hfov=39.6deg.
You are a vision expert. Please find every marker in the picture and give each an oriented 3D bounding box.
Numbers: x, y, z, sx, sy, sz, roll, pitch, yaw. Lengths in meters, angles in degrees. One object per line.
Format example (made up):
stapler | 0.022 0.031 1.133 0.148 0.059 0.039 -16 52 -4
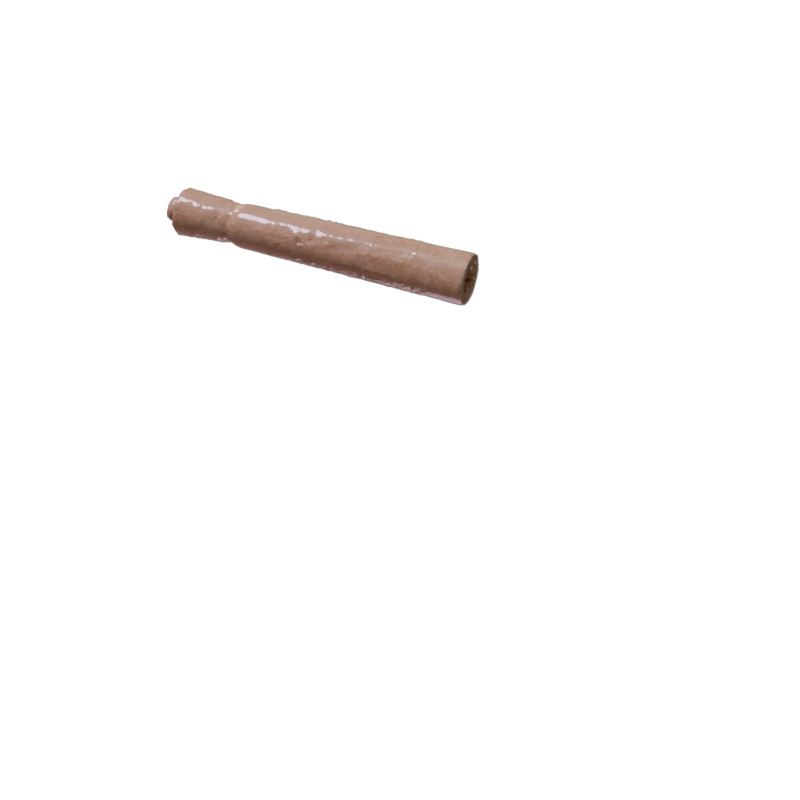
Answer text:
marker | -0.032 -0.058 0.404 0.126 0.019 0.019 16 9 22
